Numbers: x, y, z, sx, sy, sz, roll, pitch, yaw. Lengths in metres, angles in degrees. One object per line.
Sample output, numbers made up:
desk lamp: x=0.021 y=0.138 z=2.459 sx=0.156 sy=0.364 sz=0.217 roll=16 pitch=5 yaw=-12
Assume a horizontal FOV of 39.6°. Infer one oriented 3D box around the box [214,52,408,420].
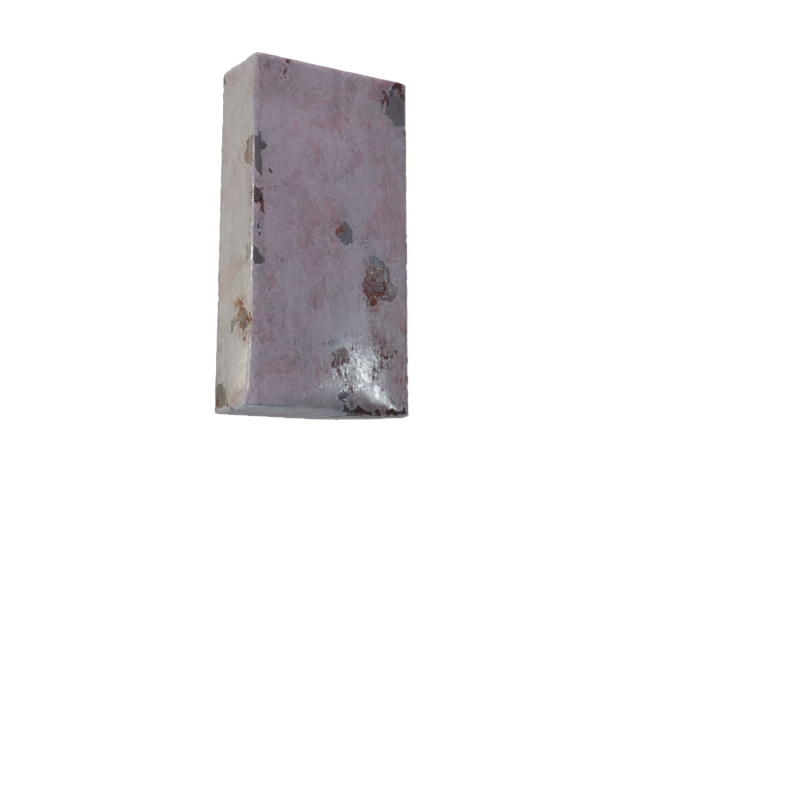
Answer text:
box: x=-0.044 y=-0.081 z=0.564 sx=0.089 sy=0.182 sz=0.048 roll=7 pitch=-15 yaw=-31
